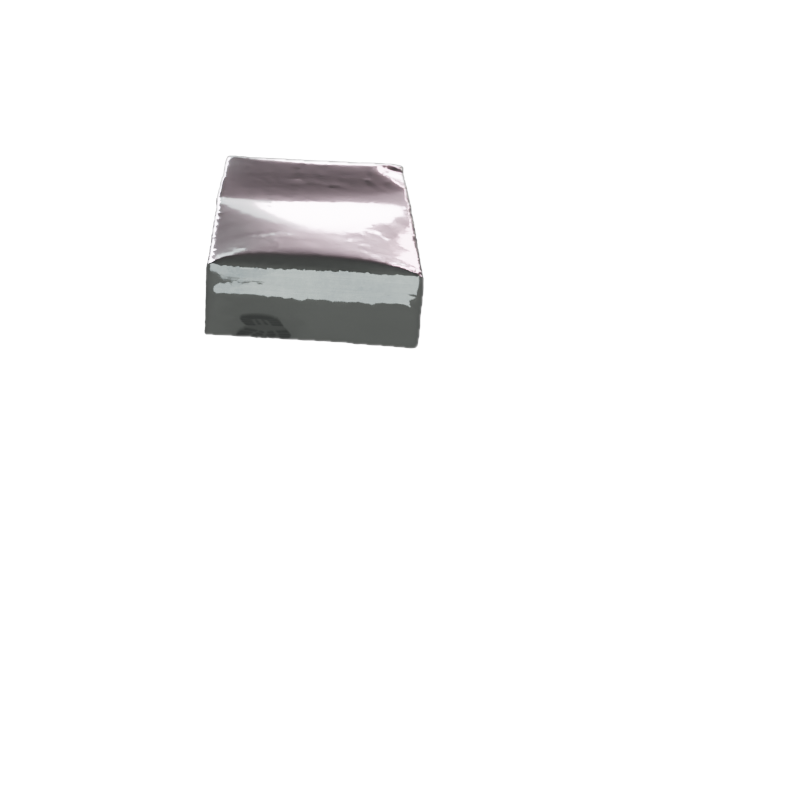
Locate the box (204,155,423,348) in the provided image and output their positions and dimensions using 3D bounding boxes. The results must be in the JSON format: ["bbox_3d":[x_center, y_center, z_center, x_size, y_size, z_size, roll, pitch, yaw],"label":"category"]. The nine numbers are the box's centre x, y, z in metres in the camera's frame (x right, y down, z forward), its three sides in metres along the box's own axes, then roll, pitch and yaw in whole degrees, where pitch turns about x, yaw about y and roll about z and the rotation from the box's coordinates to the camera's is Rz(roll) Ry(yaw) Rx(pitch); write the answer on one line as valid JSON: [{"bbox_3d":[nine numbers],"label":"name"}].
[{"bbox_3d":[-0.072,-0.131,0.915,0.163,0.068,0.228,2,33,-4],"label":"box"}]
